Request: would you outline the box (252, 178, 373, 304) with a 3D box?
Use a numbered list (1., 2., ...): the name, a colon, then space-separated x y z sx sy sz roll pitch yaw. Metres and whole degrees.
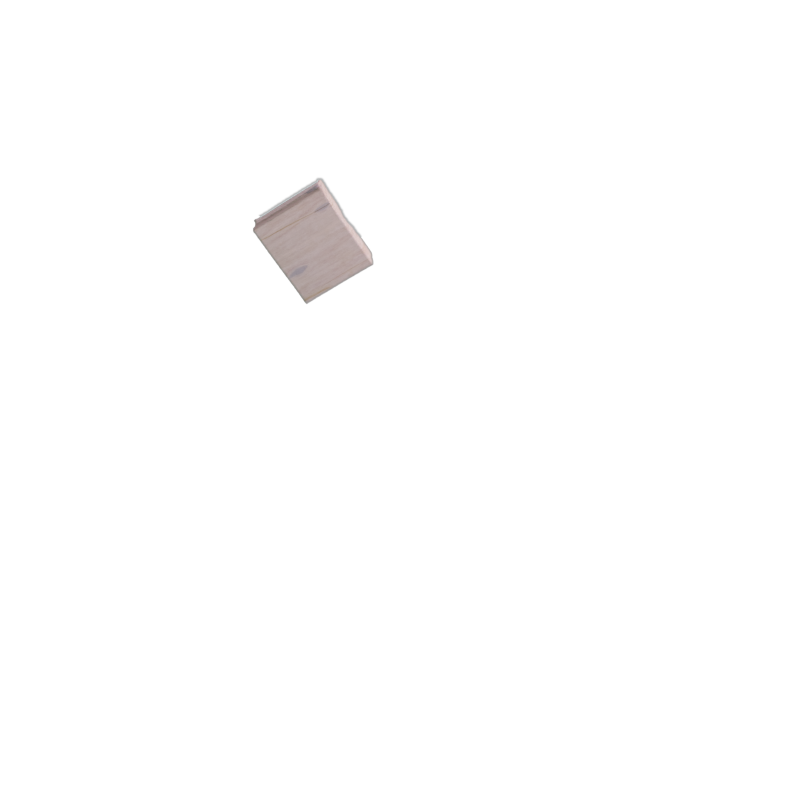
1. box: -0.078 -0.142 0.991 0.073 0.085 0.032 -31 20 12
